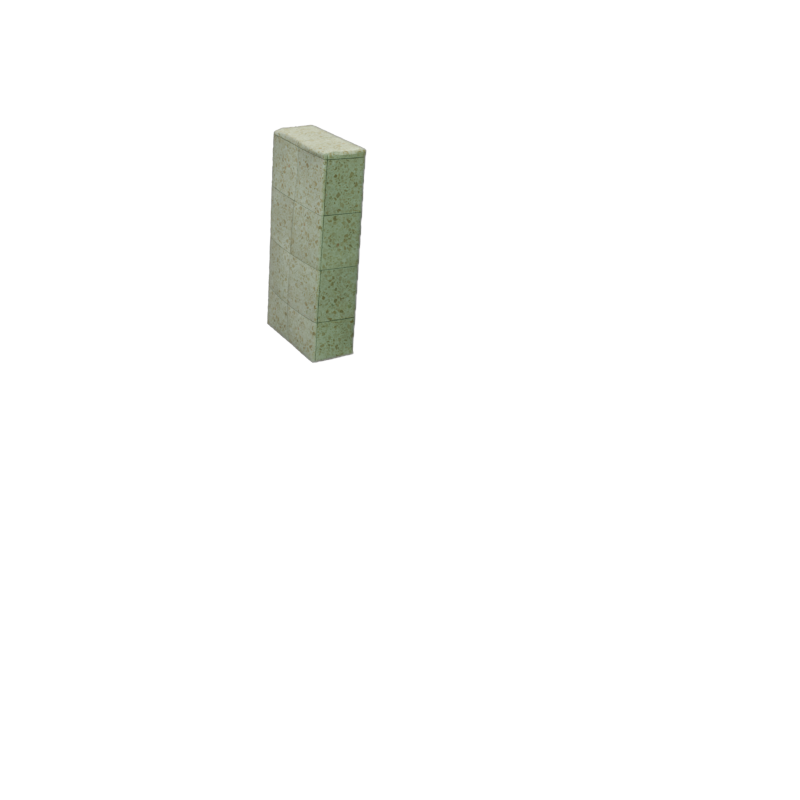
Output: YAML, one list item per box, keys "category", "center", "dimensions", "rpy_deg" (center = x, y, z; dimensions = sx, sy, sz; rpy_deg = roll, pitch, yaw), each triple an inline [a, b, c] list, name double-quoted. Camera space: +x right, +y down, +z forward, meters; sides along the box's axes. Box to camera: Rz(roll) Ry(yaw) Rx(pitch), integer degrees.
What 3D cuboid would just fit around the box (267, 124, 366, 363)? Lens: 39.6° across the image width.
- category: "box"
  center: [-0.072, -0.130, 0.910]
  dimensions: [0.047, 0.168, 0.100]
  rpy_deg: [-10, 24, -28]
